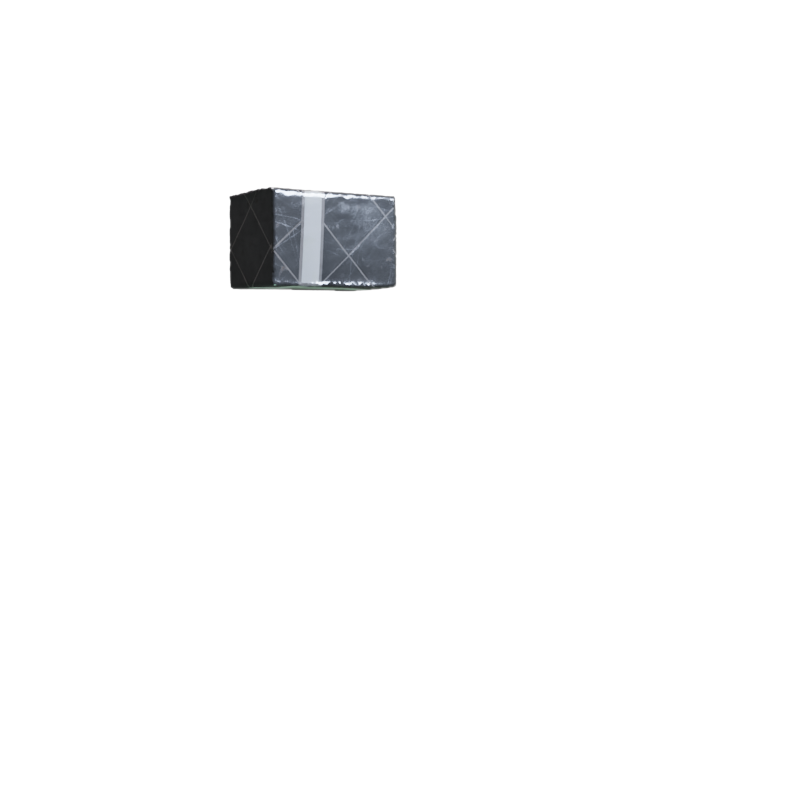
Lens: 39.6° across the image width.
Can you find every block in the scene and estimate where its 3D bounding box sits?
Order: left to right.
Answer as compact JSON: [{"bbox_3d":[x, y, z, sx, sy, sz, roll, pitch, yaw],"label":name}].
[{"bbox_3d":[-0.047,-0.086,0.601,0.075,0.052,0.054,-1,0,-32],"label":"block"}]
